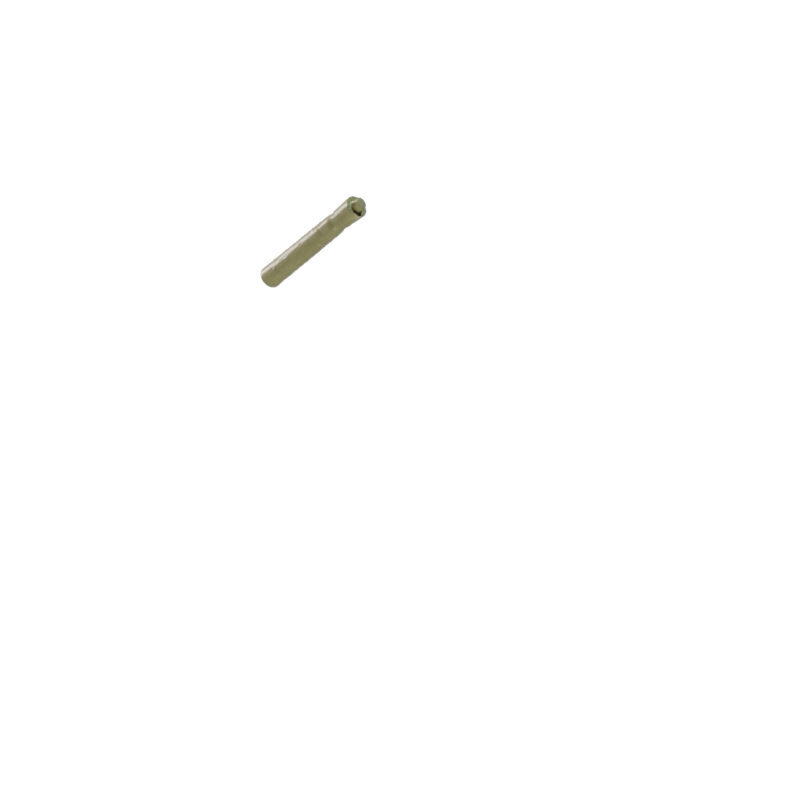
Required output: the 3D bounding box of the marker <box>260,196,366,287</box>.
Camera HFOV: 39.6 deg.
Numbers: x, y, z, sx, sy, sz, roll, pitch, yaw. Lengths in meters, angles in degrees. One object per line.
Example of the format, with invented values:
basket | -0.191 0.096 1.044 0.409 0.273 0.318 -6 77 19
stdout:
marker | -0.069 -0.125 0.876 0.019 0.021 0.120 -3 -22 -47
